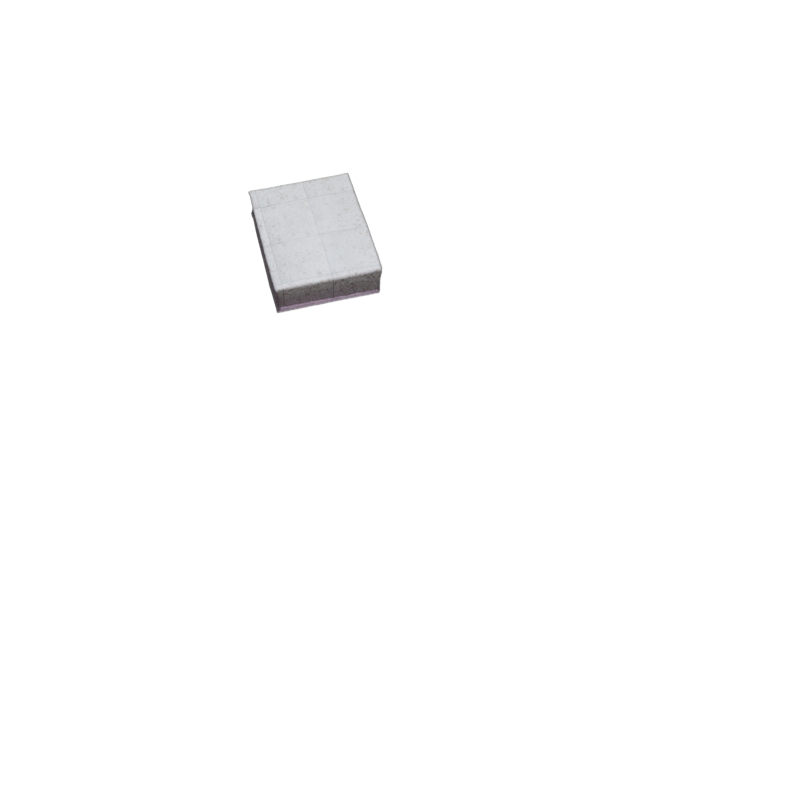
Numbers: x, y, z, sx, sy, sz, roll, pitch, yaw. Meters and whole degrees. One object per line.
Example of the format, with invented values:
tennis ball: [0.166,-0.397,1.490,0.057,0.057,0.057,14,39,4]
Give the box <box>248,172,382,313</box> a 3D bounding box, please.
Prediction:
box: [-0.073,-0.133,0.933,0.089,0.123,0.036,-12,-37,-10]
